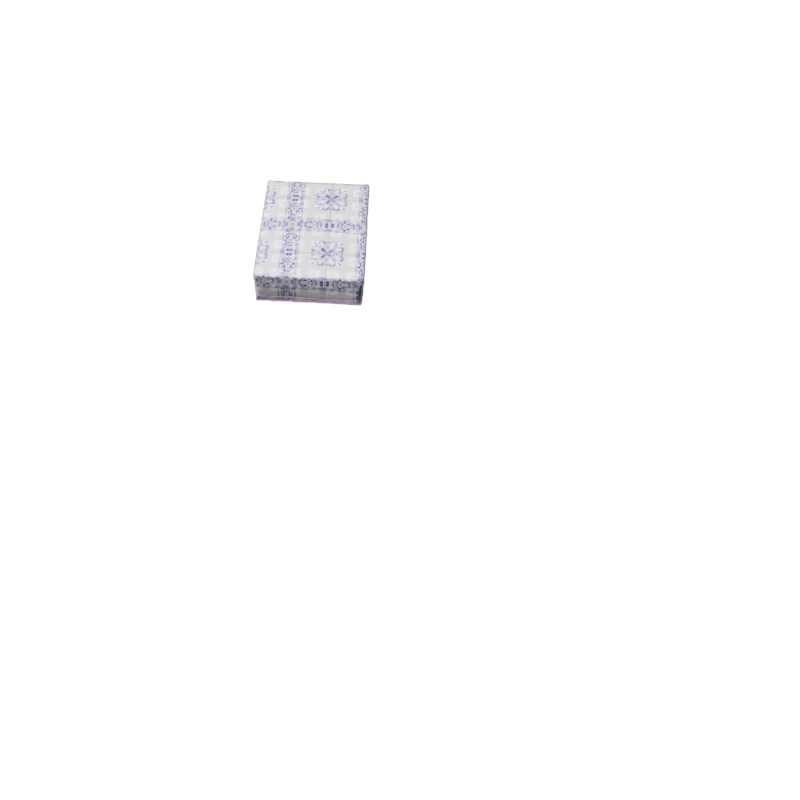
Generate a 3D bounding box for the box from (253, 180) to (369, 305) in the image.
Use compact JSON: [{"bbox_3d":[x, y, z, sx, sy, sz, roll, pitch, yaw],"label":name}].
[{"bbox_3d":[-0.073,-0.134,0.936,0.090,0.121,0.036,2,-40,1],"label":"box"}]
